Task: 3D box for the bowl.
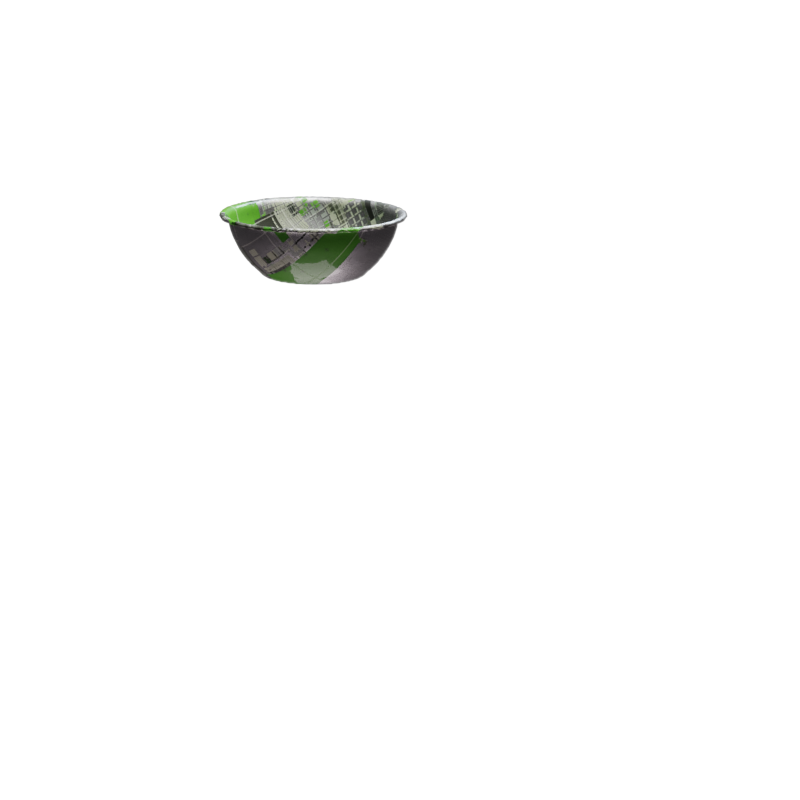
[{"bbox_3d":[-0.075,-0.137,0.961,0.162,0.053,0.168,-1,19,-2],"label":"bowl"}]
